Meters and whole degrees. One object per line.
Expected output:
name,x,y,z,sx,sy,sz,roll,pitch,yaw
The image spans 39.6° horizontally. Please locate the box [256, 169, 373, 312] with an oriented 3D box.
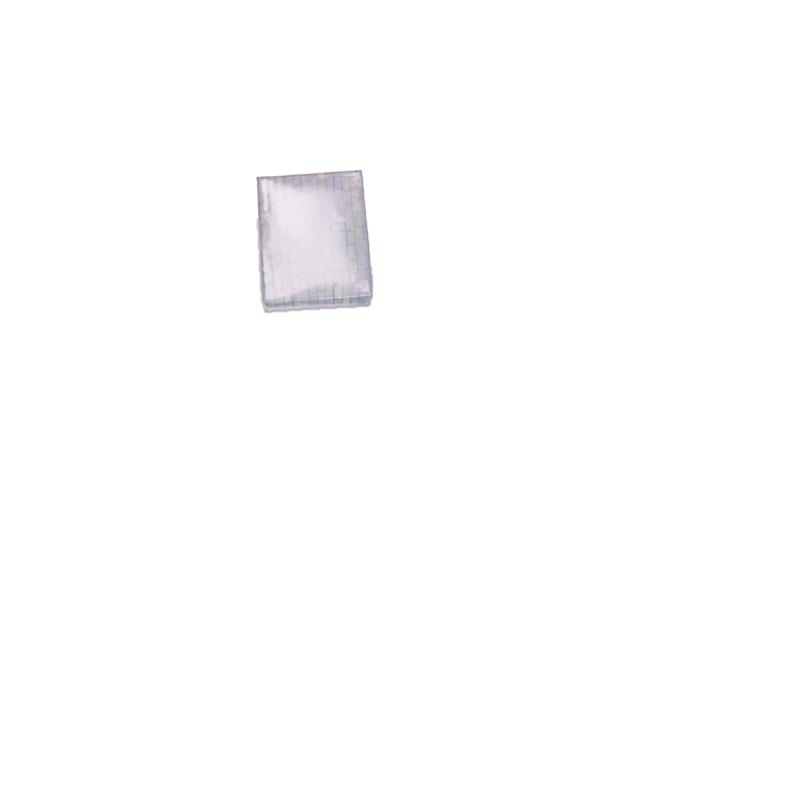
box,-0.072,-0.132,0.923,0.090,0.119,0.037,-4,-18,-2
